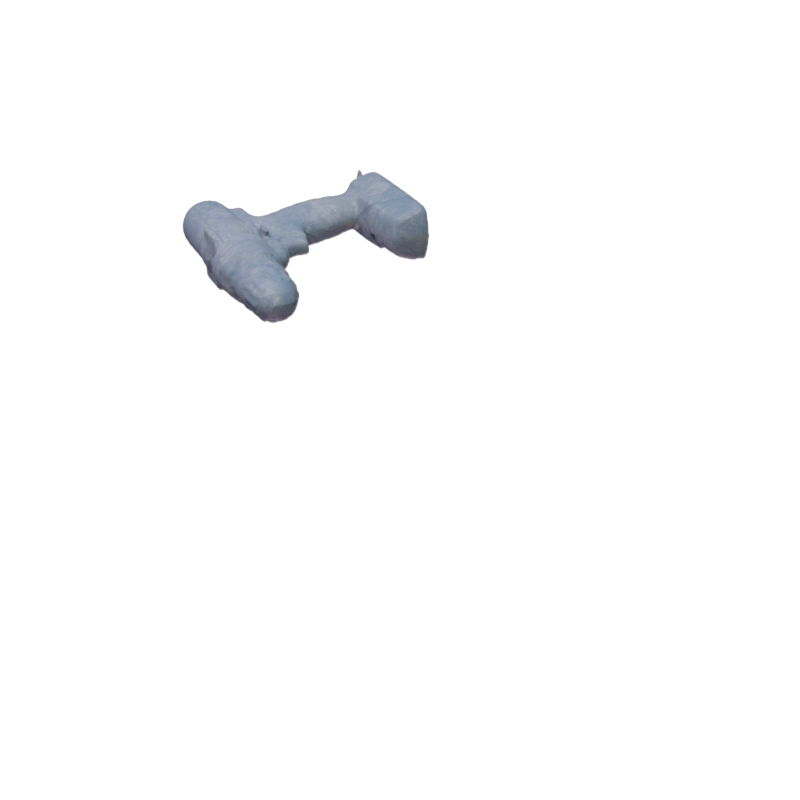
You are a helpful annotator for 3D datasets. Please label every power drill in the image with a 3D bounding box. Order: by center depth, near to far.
[{"bbox_3d":[-0.074,-0.134,0.941,0.185,0.054,0.199,-15,36,-23],"label":"power drill"}]
